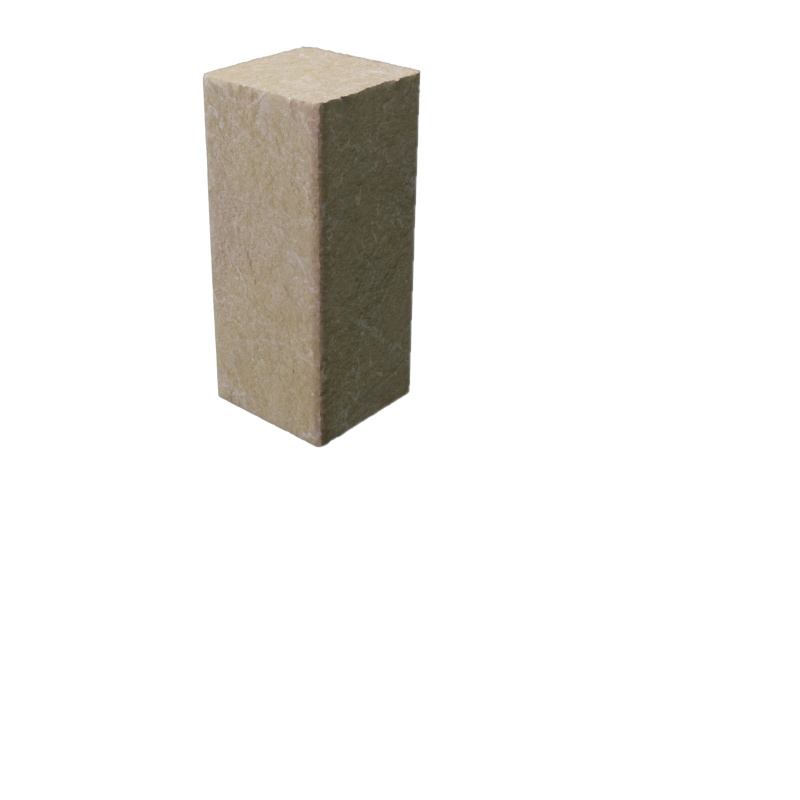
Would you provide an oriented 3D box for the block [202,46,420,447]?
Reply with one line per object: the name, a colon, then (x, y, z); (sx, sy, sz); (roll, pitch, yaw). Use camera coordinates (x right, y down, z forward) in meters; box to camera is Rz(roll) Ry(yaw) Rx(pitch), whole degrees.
block: (-0.052, -0.093, 0.653); (0.096, 0.195, 0.090); (22, 32, 35)
